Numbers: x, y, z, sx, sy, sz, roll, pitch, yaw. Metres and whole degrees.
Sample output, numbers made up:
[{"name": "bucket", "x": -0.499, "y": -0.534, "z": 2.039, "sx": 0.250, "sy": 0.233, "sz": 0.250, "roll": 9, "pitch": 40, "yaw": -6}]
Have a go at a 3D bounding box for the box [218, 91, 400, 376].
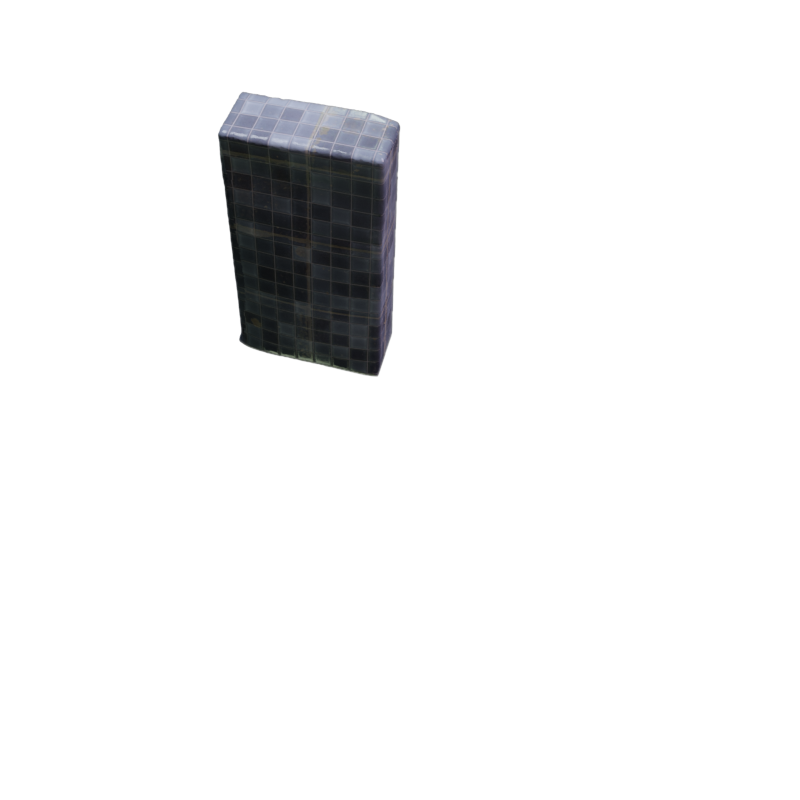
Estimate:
[{"name": "box", "x": -0.050, "y": -0.092, "z": 0.644, "sx": 0.095, "sy": 0.050, "sz": 0.164, "roll": 14, "pitch": -42, "yaw": 9}]
